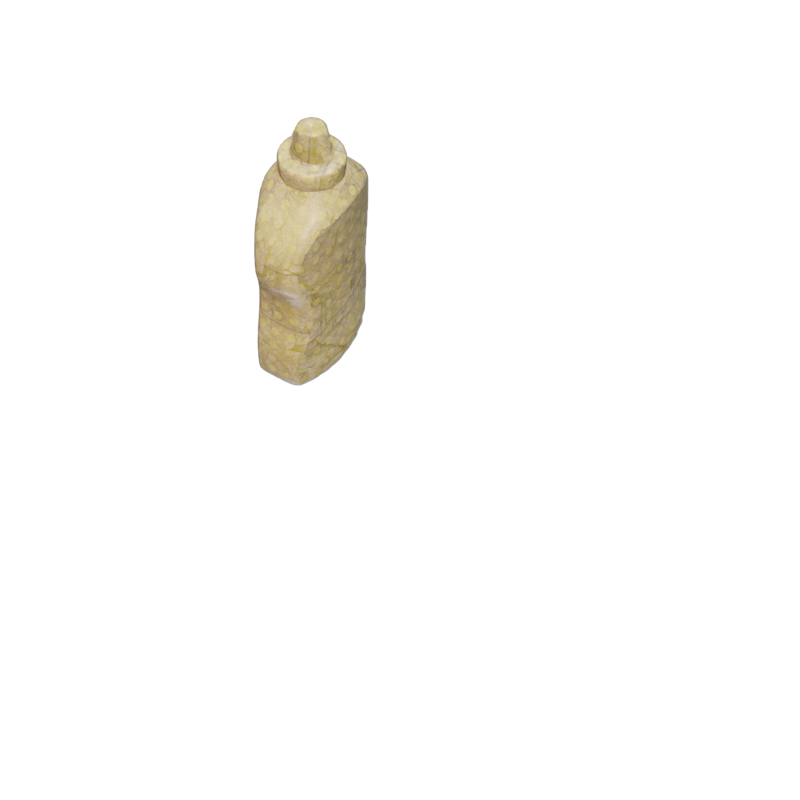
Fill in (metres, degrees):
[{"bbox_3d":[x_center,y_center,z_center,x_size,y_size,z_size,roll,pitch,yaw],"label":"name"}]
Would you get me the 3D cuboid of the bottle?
[{"bbox_3d":[-0.055,-0.100,0.696,0.061,0.099,0.179,26,-35,16],"label":"bottle"}]
